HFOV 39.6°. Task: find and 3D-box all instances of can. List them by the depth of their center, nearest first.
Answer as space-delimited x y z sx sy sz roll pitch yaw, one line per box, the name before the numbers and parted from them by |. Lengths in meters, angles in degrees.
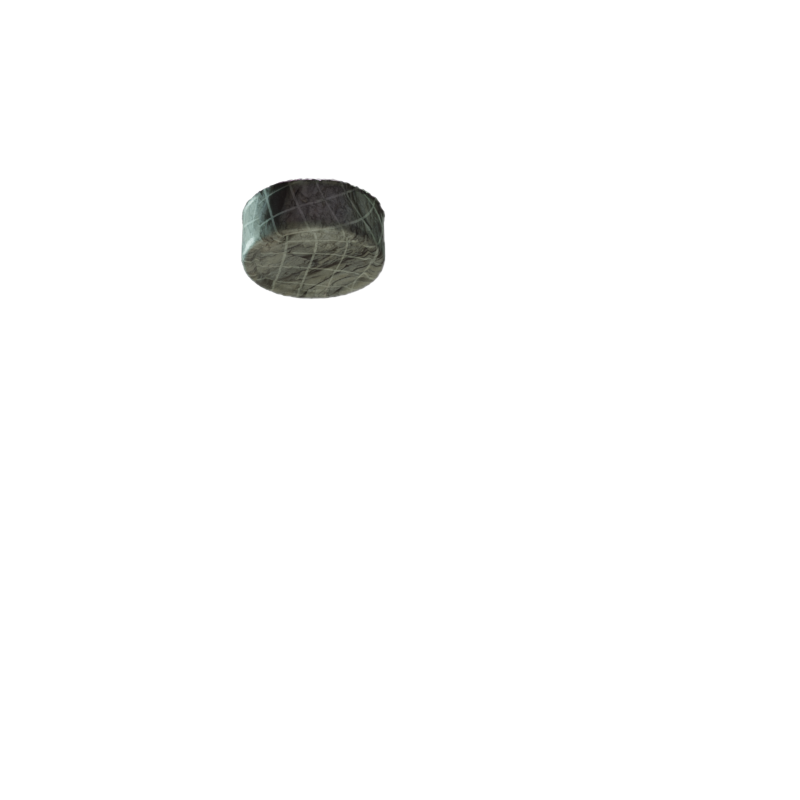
can | -0.051 -0.094 0.655 0.086 0.036 0.081 1 -26 -2
